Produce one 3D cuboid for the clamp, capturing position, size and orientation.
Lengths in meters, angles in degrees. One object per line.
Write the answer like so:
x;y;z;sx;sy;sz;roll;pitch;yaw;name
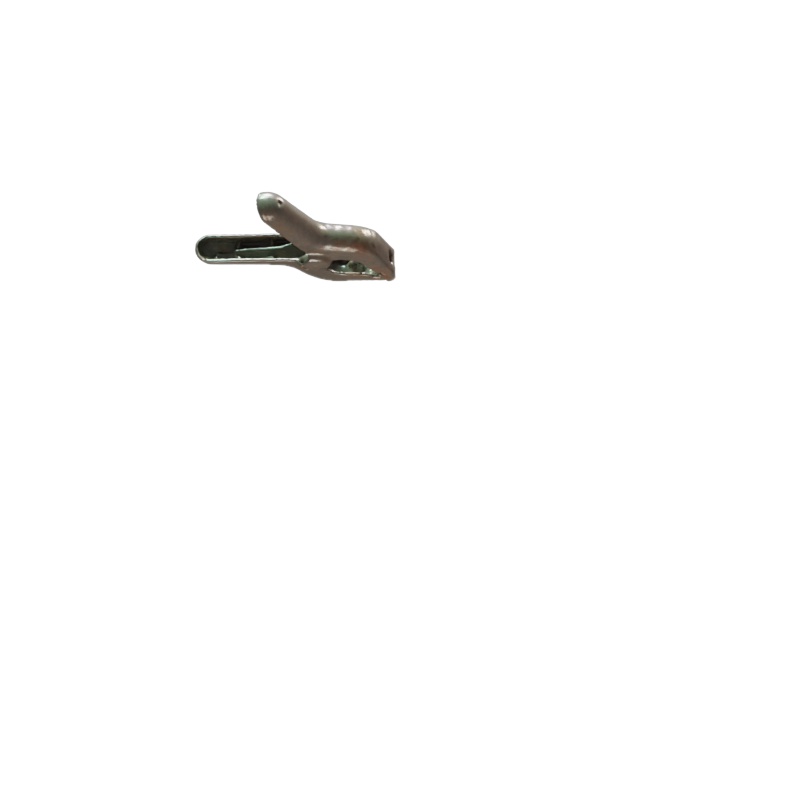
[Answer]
-0.072;-0.130;0.914;0.166;0.040;0.120;4;-10;-24;clamp
